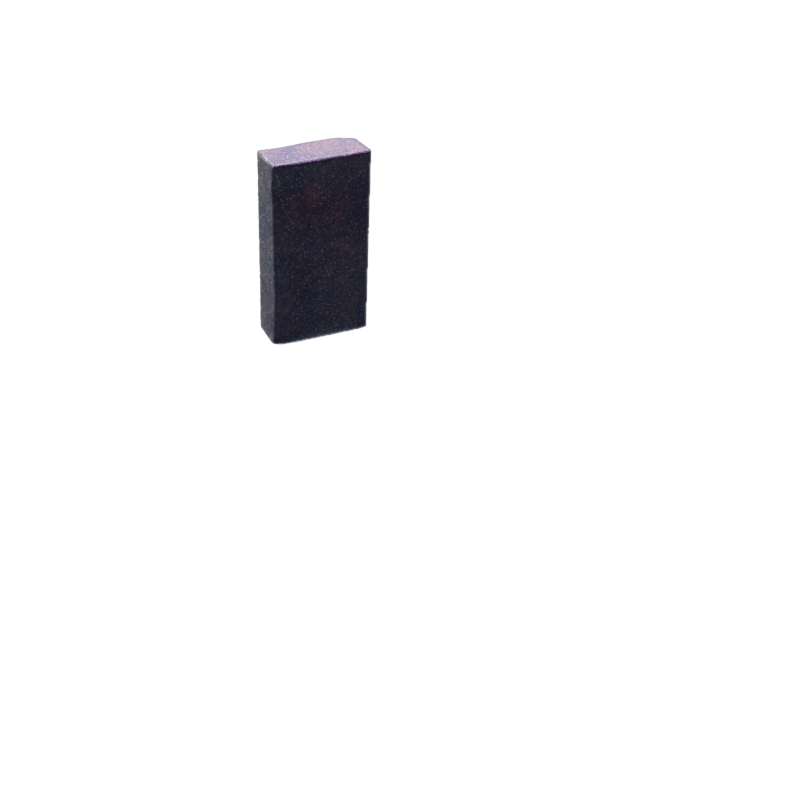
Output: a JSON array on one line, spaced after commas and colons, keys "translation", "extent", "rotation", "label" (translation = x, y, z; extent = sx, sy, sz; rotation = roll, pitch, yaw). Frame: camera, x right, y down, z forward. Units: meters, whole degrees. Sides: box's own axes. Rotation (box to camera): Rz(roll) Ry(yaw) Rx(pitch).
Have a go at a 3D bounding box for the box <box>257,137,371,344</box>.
[{"translation": [-0.076, -0.139, 0.976], "extent": [0.092, 0.167, 0.052], "rotation": [-11, 29, -23], "label": "box"}]
